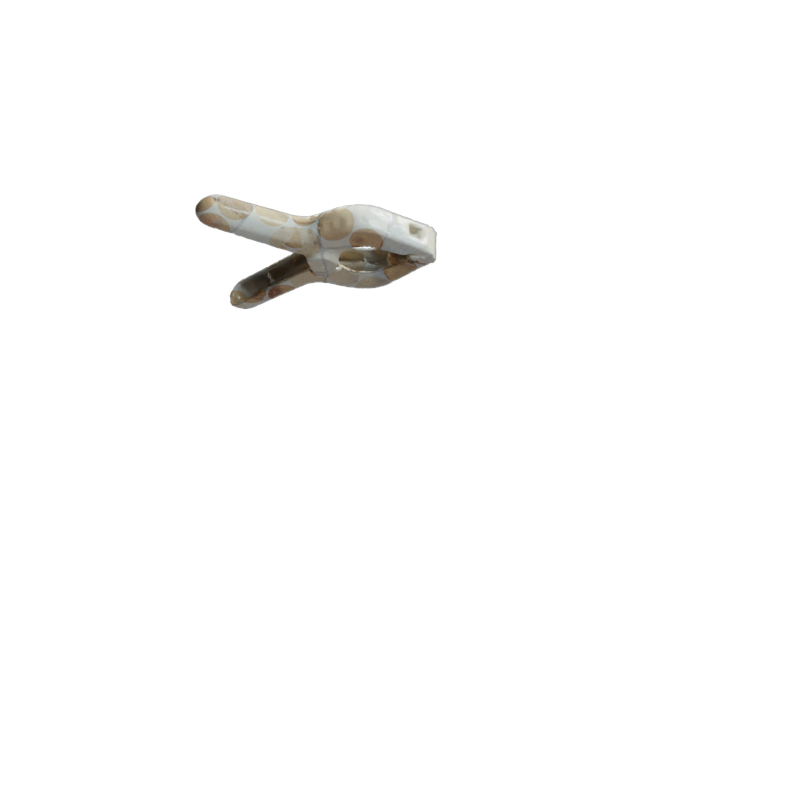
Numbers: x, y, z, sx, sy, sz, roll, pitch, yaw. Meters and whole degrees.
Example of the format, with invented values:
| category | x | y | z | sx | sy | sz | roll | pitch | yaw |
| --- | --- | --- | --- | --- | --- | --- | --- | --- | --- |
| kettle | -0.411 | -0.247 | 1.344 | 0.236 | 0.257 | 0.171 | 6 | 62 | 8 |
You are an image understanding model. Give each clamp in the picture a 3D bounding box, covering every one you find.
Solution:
| category | x | y | z | sx | sy | sz | roll | pitch | yaw |
| --- | --- | --- | --- | --- | --- | --- | --- | --- | --- |
| clamp | -0.063 | -0.115 | 0.803 | 0.174 | 0.042 | 0.111 | -8 | -29 | 15 |
